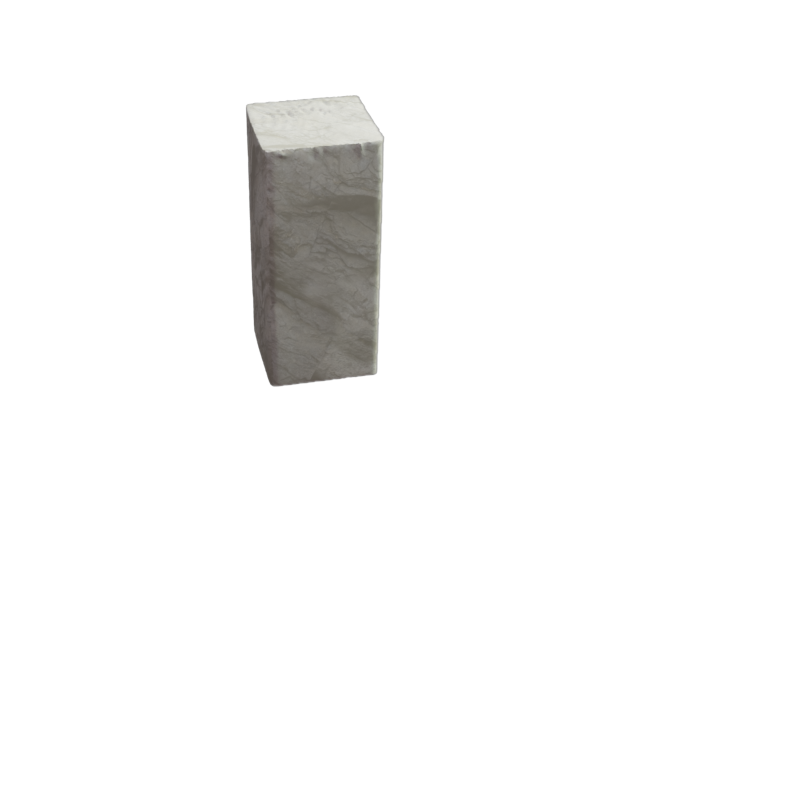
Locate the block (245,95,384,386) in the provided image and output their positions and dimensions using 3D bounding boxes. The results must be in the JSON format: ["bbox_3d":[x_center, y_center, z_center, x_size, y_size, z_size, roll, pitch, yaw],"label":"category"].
[{"bbox_3d":[-0.068,-0.123,0.866,0.089,0.194,0.097,-6,33,-12],"label":"block"}]
